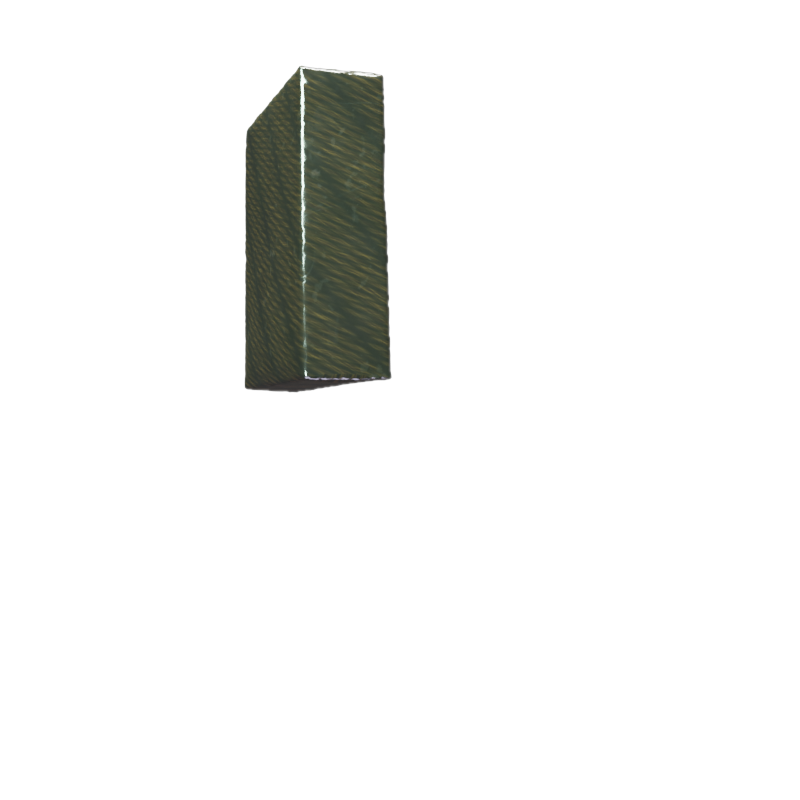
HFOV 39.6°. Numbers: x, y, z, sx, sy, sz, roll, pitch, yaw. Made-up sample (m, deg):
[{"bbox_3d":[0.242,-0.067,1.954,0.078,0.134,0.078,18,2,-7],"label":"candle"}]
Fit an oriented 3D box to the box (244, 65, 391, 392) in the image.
[{"bbox_3d":[-0.064,-0.117,0.817,0.070,0.219,0.165,3,-8,-20],"label":"box"}]
